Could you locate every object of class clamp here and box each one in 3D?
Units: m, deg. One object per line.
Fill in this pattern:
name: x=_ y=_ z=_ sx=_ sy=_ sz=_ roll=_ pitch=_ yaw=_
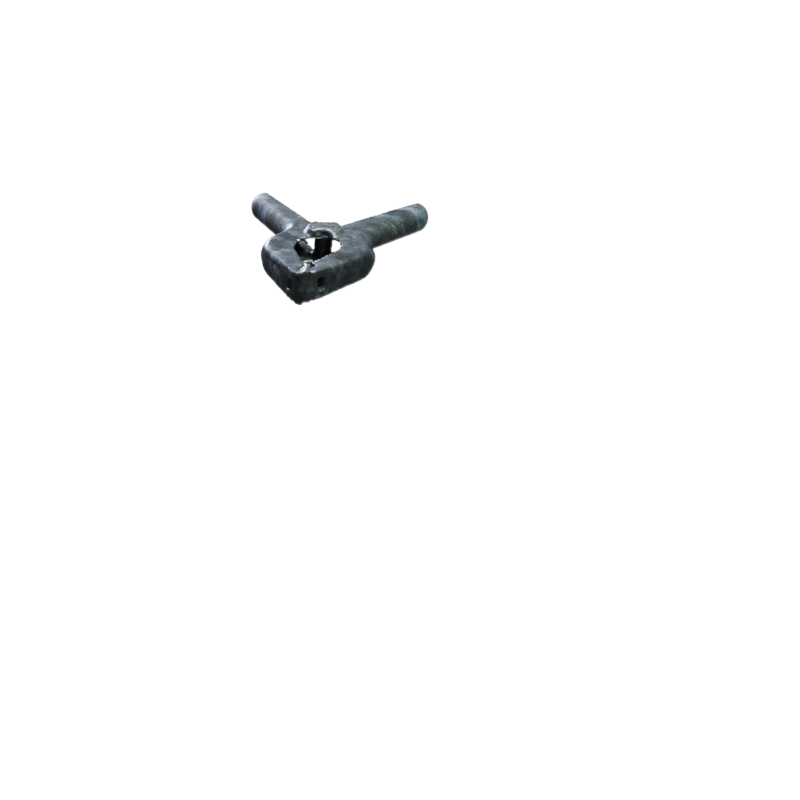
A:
clamp: x=-0.075 y=-0.136 z=0.956 sx=0.168 sy=0.035 sz=0.216 roll=6 pitch=28 yaw=12
